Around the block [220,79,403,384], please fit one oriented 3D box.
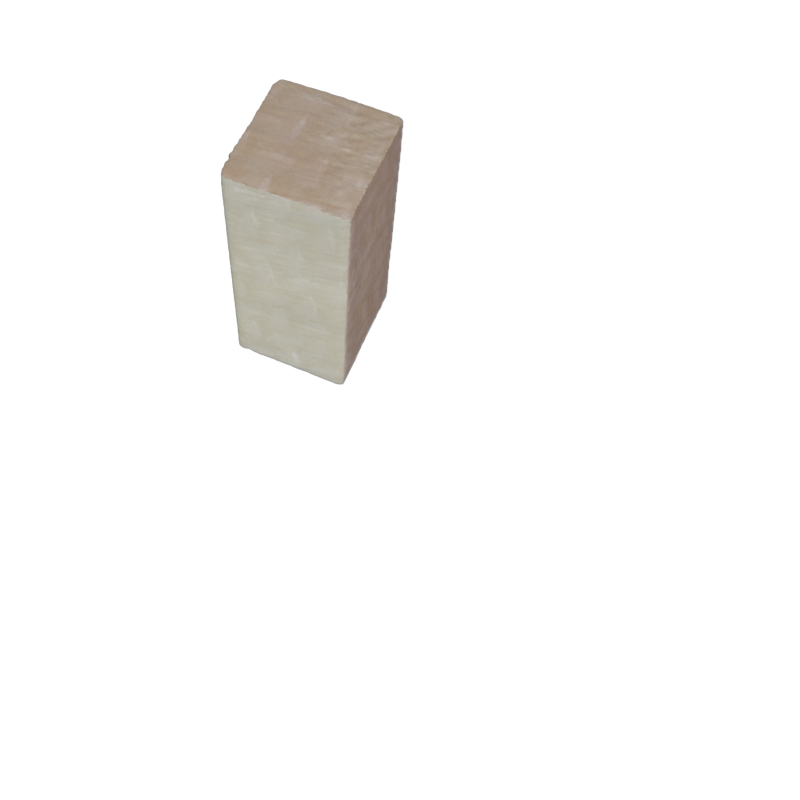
[{"bbox_3d":[-0.060,-0.110,0.766,0.092,0.094,0.194,21,-29,8],"label":"block"}]
